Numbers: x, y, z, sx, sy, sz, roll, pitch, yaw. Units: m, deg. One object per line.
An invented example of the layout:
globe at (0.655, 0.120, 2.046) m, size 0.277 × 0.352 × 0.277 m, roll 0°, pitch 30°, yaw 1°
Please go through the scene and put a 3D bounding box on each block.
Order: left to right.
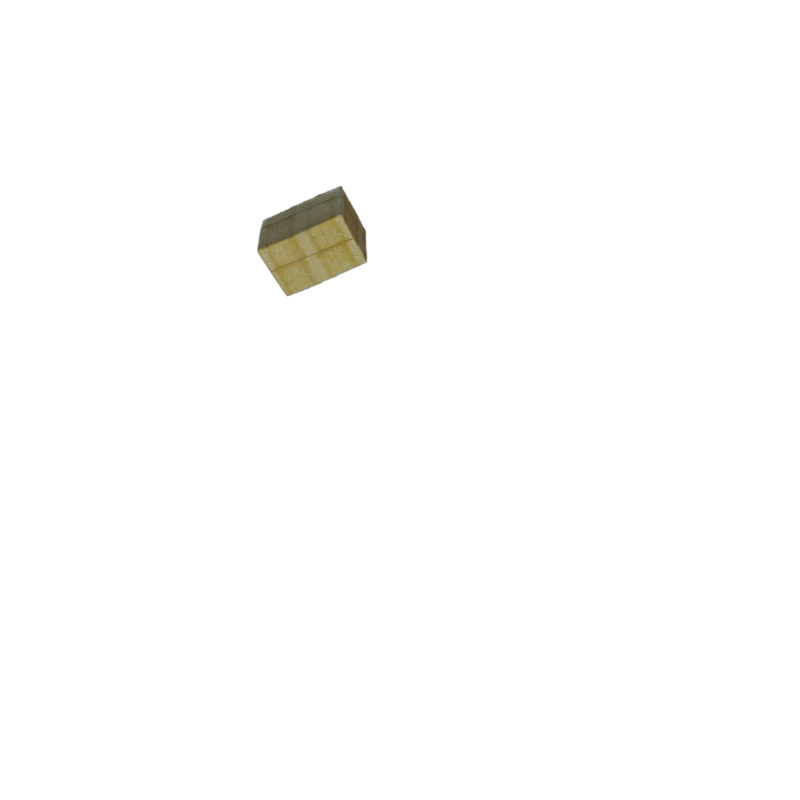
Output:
block at (-0.072, -0.132, 0.924) m, size 0.078 × 0.049 × 0.055 m, roll -22°, pitch 32°, yaw 12°
